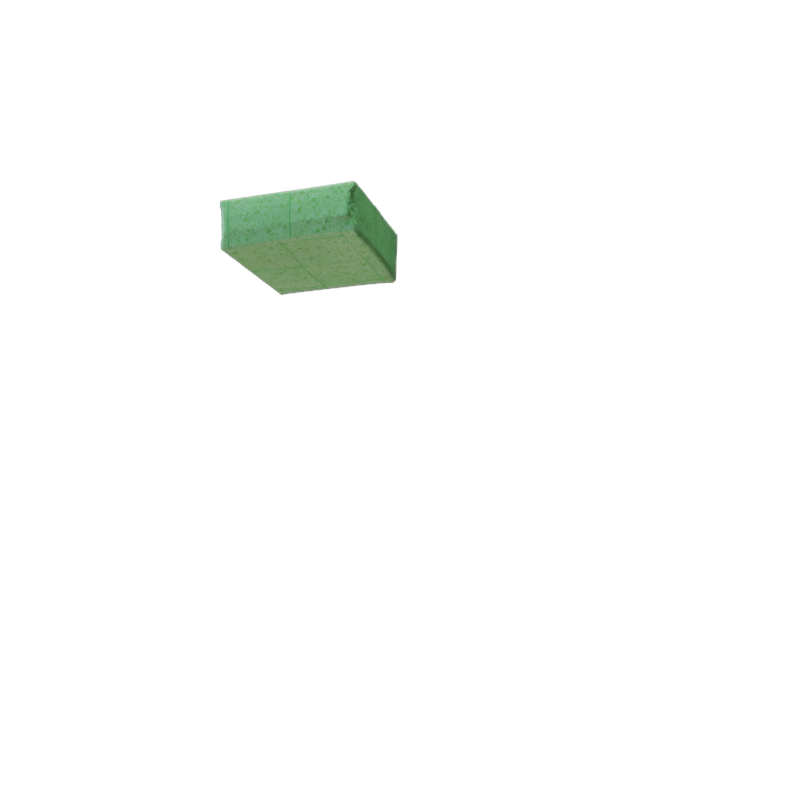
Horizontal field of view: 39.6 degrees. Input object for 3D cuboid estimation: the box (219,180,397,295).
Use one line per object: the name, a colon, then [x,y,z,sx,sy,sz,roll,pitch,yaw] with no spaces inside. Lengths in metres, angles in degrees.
box: [-0.057,-0.104,0.730,0.091,0.040,0.107,-4,-15,15]
